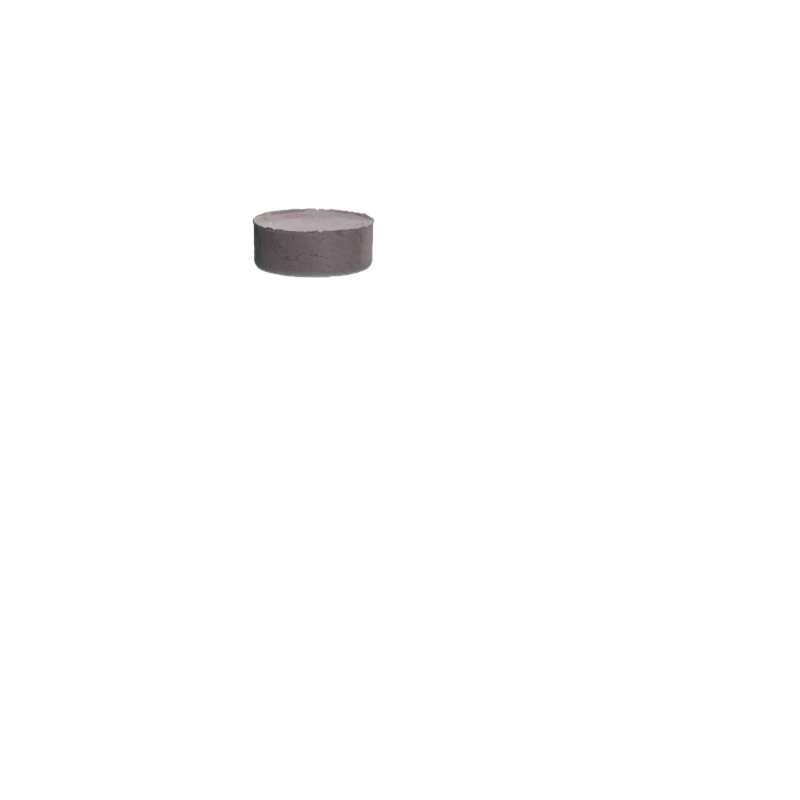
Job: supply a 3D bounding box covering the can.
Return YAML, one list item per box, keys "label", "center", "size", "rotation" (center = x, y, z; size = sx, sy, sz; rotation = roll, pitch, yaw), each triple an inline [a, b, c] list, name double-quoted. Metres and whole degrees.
- label: "can"
  center: [-0.061, -0.112, 0.784]
  size: [0.086, 0.032, 0.089]
  rotation: [-1, 19, -2]
